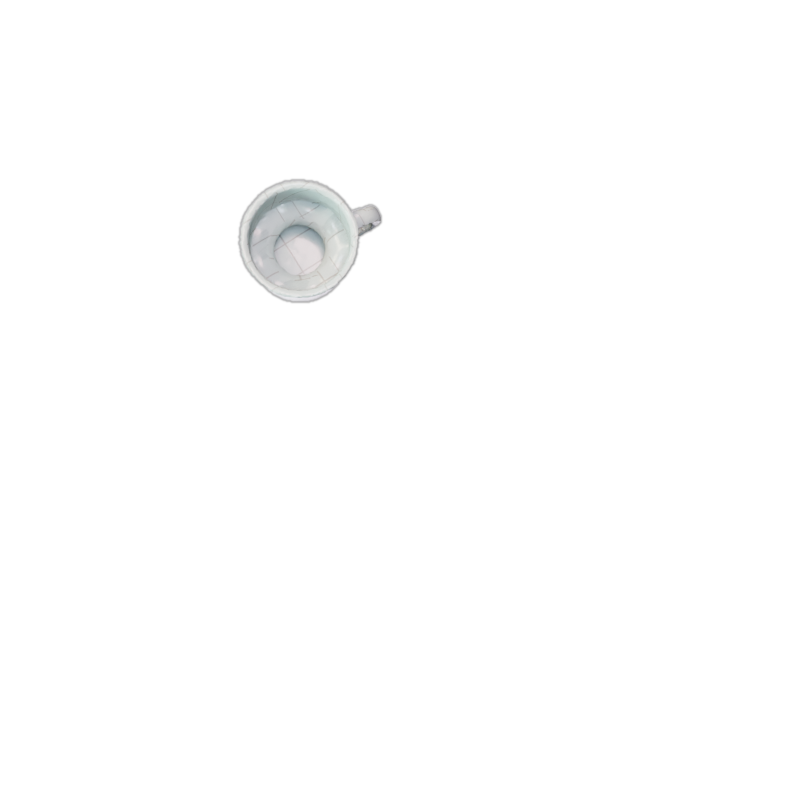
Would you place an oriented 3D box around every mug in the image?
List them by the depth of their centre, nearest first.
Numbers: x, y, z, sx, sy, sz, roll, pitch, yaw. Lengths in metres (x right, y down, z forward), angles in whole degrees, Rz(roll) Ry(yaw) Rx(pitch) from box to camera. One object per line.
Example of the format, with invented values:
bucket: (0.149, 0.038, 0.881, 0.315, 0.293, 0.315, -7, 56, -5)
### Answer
mug: (-0.070, -0.128, 0.899, 0.117, 0.095, 0.080, -25, -6, -5)
